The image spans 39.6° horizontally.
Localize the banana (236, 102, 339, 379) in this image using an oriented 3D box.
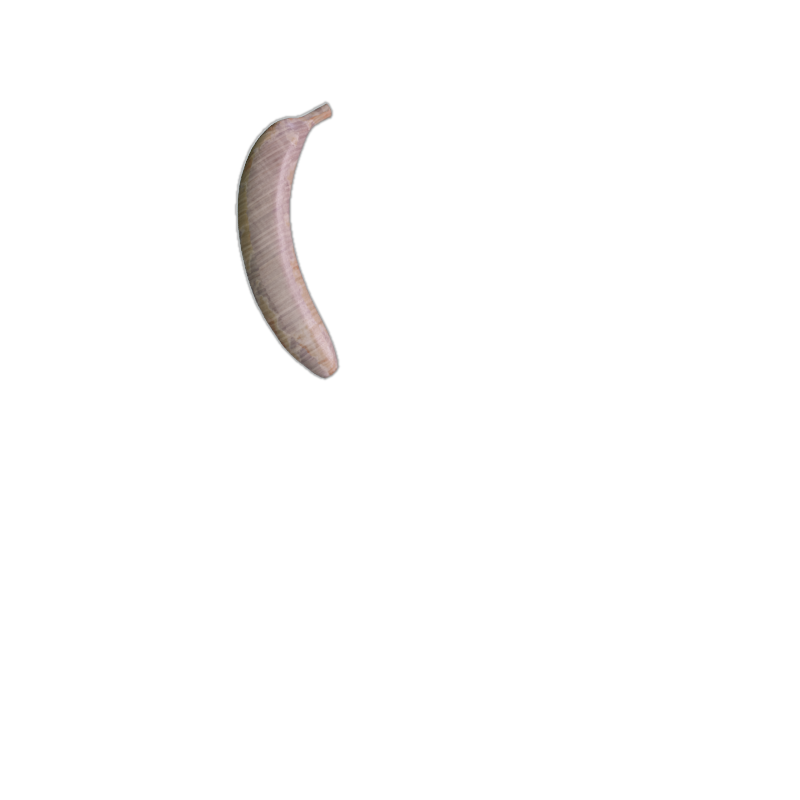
[{"bbox_3d":[-0.079,-0.114,0.775,0.069,0.202,0.036,-1,-8,-1],"label":"banana"}]
